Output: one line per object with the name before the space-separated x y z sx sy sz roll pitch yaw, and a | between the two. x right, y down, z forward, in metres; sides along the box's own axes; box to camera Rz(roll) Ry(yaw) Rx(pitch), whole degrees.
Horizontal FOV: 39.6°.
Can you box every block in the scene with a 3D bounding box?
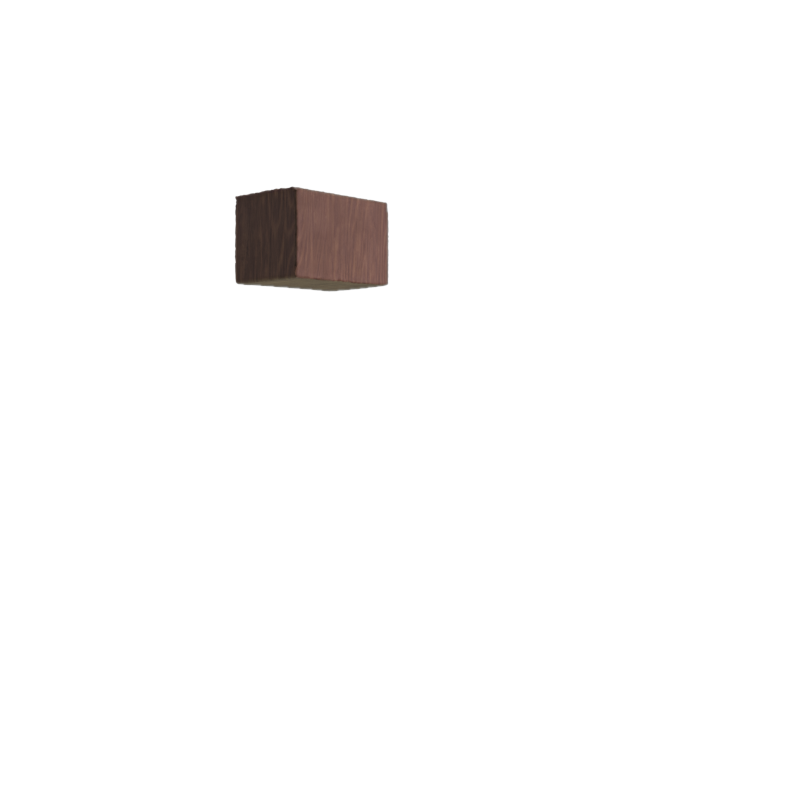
block | -0.050 -0.092 0.644 0.054 0.052 0.074 -3 -3 43
